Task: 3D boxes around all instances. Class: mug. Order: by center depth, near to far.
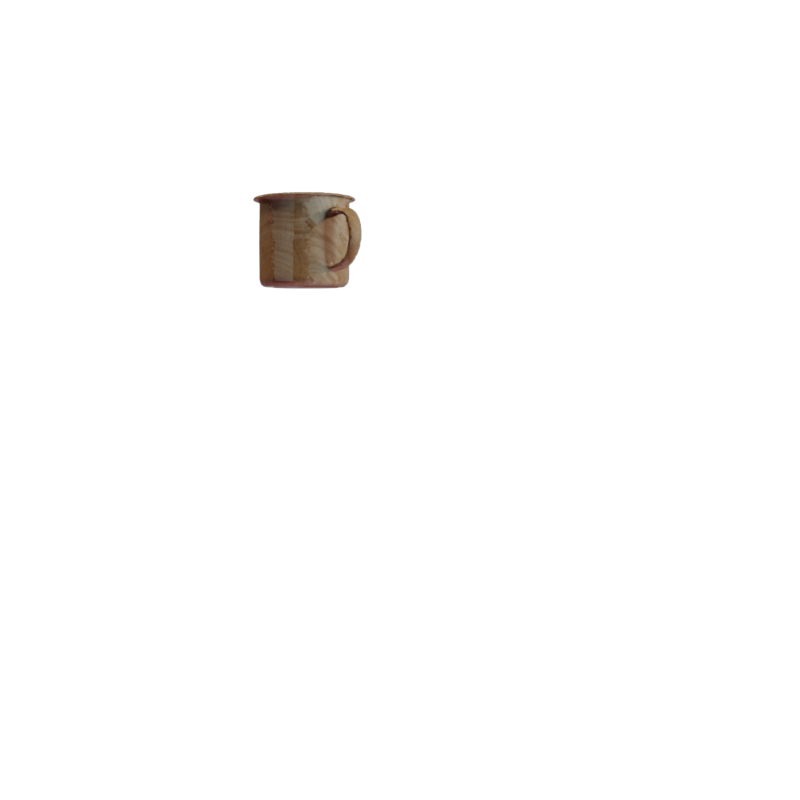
[{"bbox_3d":[-0.078,-0.143,0.999,0.121,0.082,0.089,1,0,44],"label":"mug"}]
